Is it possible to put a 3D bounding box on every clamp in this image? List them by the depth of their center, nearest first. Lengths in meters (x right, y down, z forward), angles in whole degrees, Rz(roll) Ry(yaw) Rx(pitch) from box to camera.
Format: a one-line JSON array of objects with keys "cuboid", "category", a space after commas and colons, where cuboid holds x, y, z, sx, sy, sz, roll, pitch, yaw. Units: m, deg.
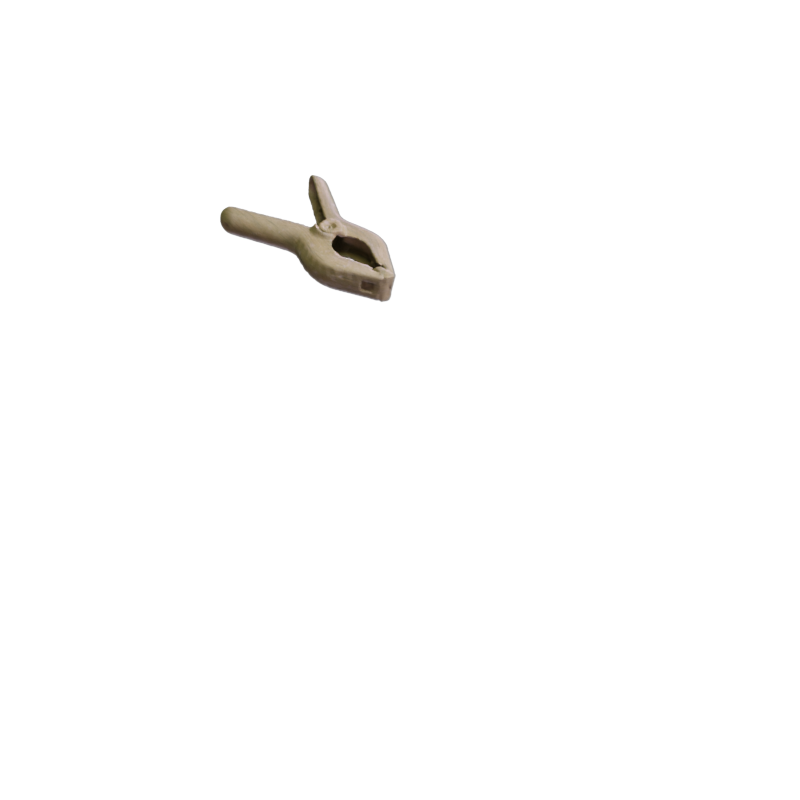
[{"cuboid": [-0.077, -0.141, 0.987, 0.119, 0.037, 0.185, -24, 47, -25], "category": "clamp"}]
